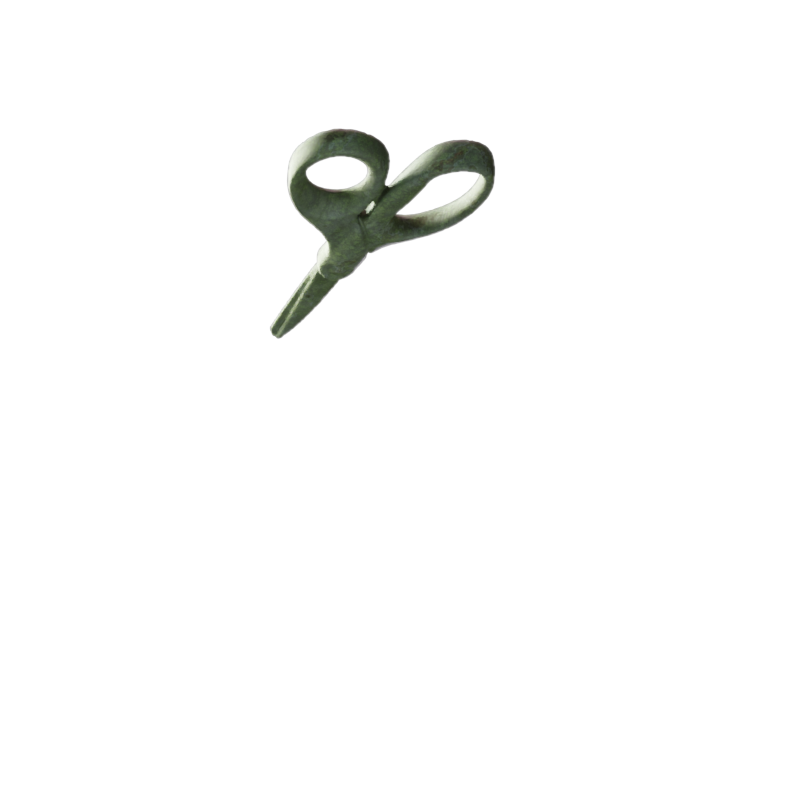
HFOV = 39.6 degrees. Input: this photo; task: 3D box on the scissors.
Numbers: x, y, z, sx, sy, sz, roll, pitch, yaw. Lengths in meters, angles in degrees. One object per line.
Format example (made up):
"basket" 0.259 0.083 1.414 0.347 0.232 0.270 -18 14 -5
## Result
"scissors" -0.041 -0.075 0.523 0.091 0.017 0.201 17 -28 -35
